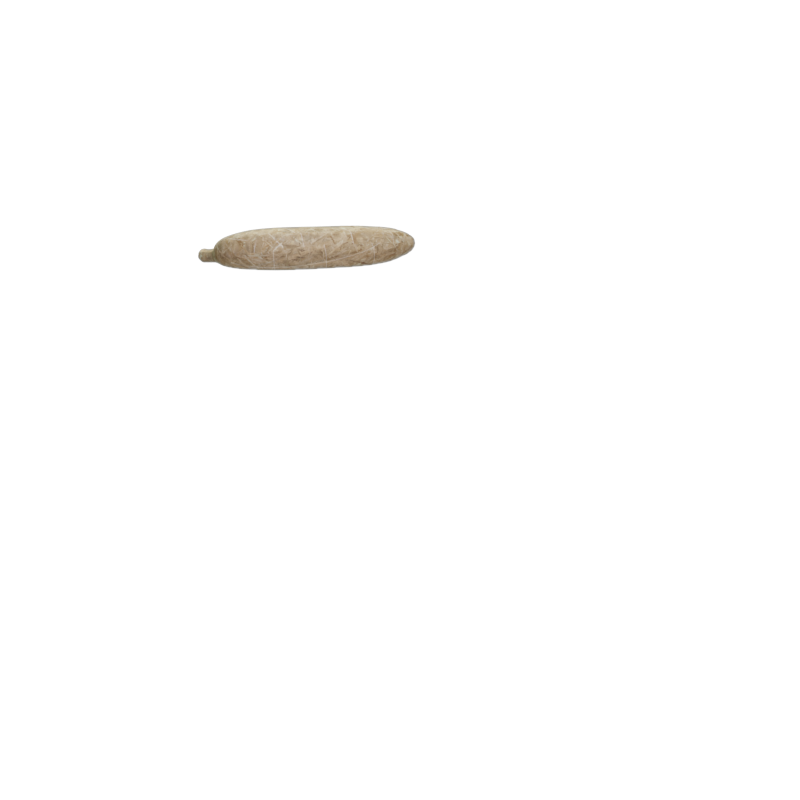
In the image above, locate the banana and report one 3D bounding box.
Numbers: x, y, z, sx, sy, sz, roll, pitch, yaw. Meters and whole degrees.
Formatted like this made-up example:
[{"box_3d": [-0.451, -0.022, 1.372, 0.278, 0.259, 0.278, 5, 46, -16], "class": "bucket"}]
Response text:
[{"box_3d": [-0.078, -0.137, 0.979, 0.195, 0.036, 0.072, -3, 16, -9], "class": "banana"}]
